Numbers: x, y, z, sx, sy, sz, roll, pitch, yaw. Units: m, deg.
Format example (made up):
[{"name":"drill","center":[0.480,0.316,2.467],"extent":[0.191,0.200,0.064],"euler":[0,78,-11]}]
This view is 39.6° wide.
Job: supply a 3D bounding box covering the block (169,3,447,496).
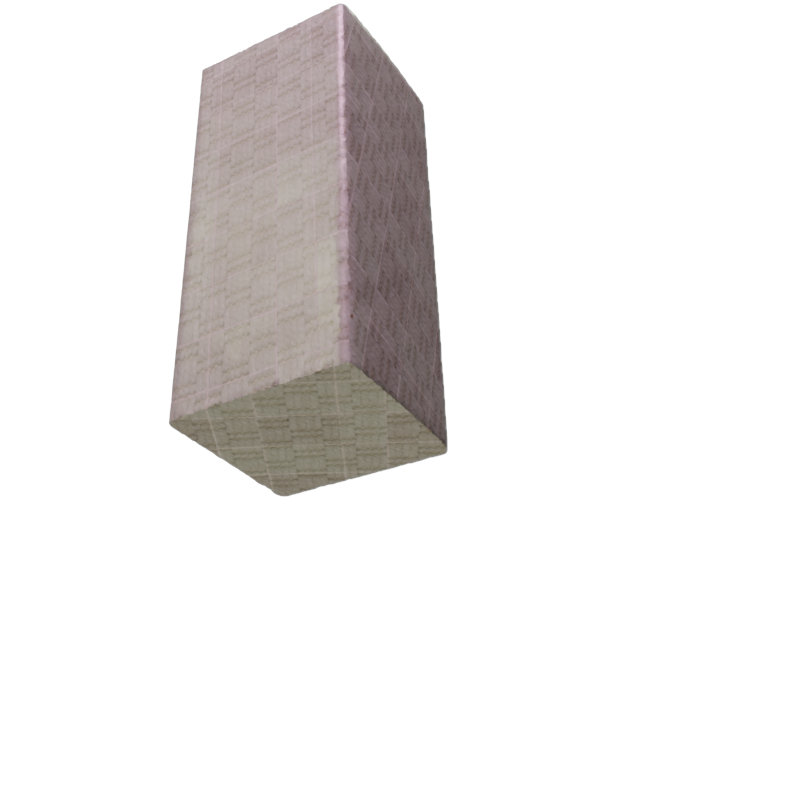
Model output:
[{"name":"block","center":[-0.041,-0.075,0.528],"extent":[0.091,0.221,0.083],"euler":[-20,-38,23]}]
